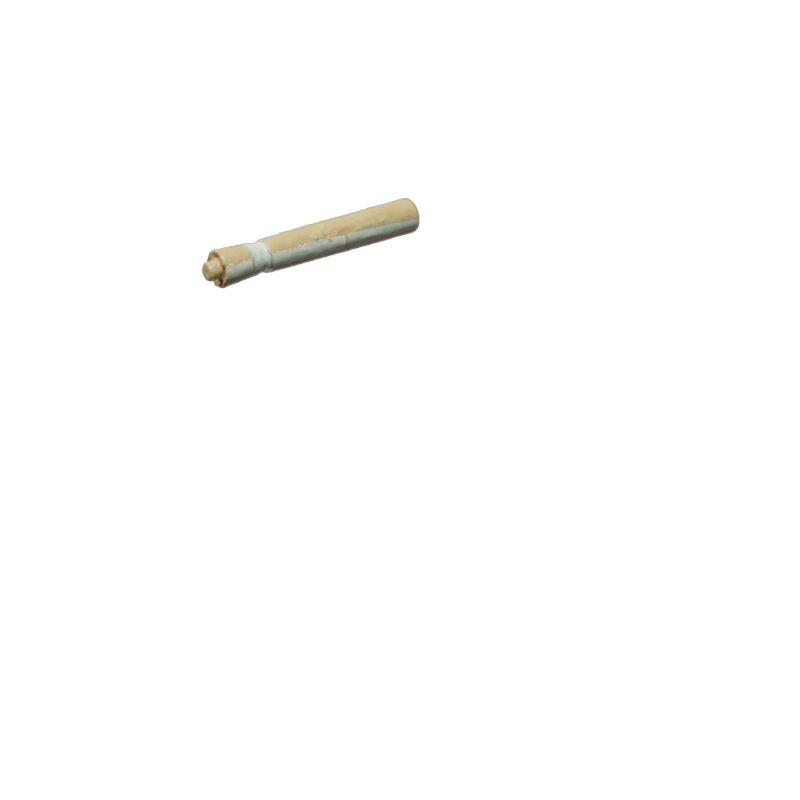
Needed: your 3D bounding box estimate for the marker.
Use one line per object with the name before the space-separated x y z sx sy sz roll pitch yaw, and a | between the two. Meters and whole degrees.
marker | -0.043 -0.078 0.545 0.119 0.019 0.021 -21 15 -31
